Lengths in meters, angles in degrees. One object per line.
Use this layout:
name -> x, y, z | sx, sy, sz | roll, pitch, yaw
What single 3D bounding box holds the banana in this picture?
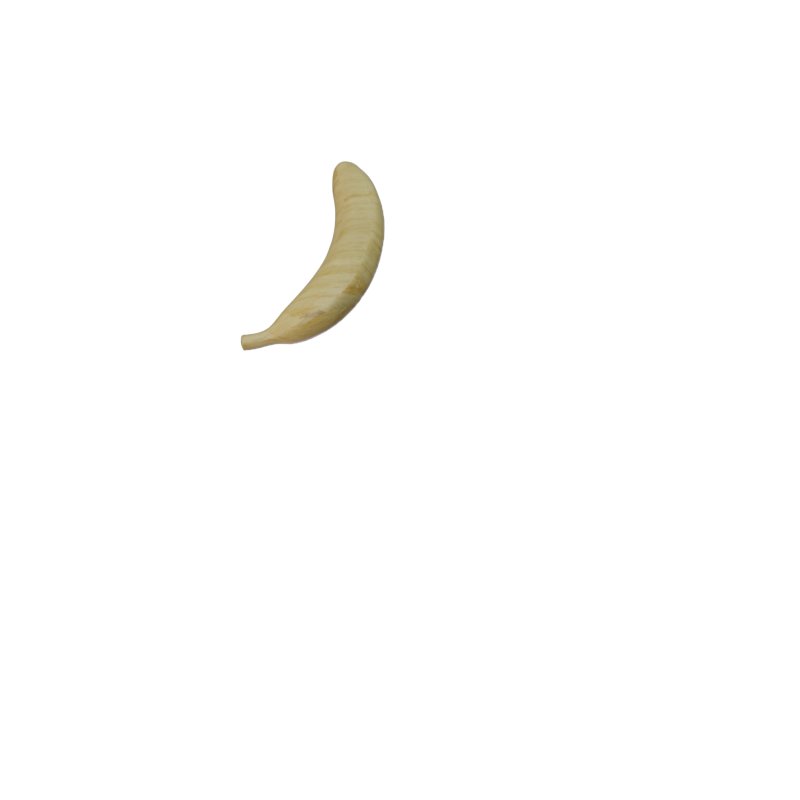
banana -> -0.048, -0.108, 0.808 | 0.071, 0.207, 0.034 | 14, -40, 12
